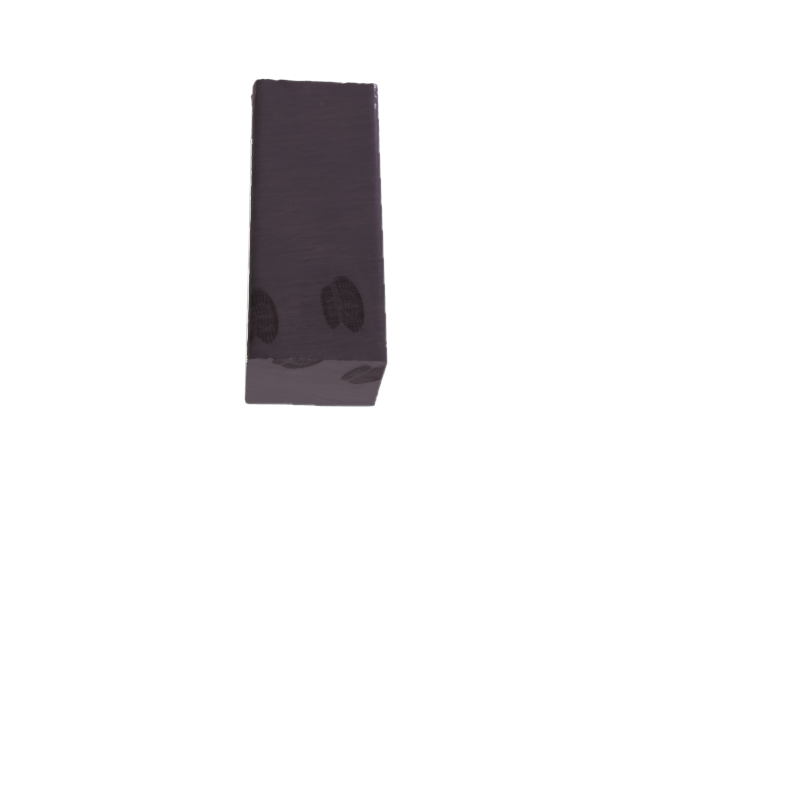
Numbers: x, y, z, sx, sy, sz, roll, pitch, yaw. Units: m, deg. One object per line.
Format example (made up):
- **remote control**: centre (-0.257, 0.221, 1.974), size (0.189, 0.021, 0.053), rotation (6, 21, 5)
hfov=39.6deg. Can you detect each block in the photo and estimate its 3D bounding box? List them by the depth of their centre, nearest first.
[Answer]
- **block**: centre (-0.060, -0.108, 0.760), size (0.090, 0.218, 0.086), rotation (1, -25, -6)
